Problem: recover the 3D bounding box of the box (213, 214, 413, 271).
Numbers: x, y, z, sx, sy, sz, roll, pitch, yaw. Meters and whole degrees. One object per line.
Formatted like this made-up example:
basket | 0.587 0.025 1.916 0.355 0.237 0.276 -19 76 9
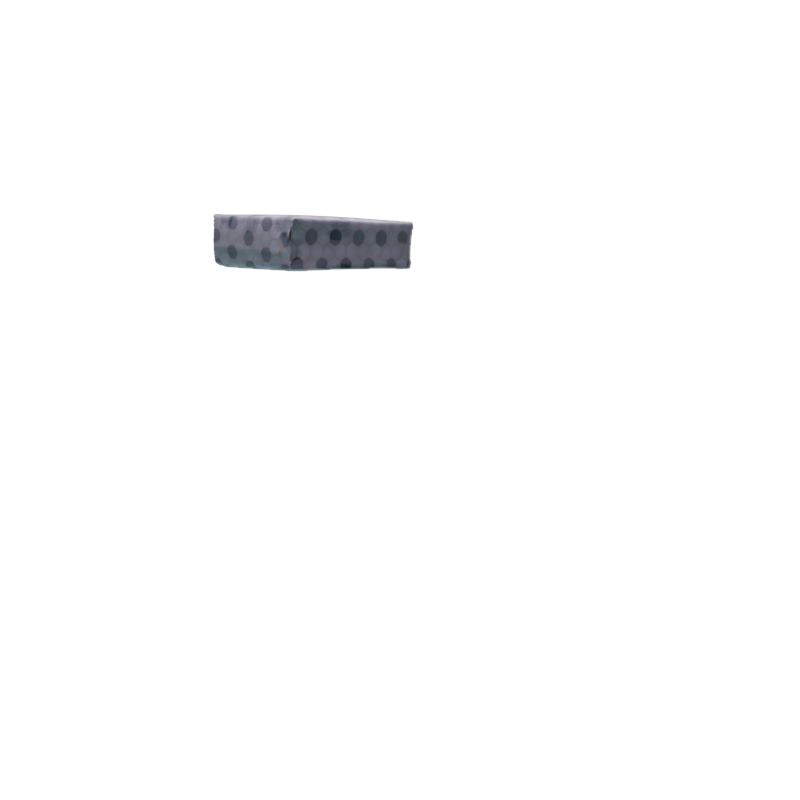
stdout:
box | -0.061 -0.111 0.778 0.110 0.038 0.094 -8 12 -42
